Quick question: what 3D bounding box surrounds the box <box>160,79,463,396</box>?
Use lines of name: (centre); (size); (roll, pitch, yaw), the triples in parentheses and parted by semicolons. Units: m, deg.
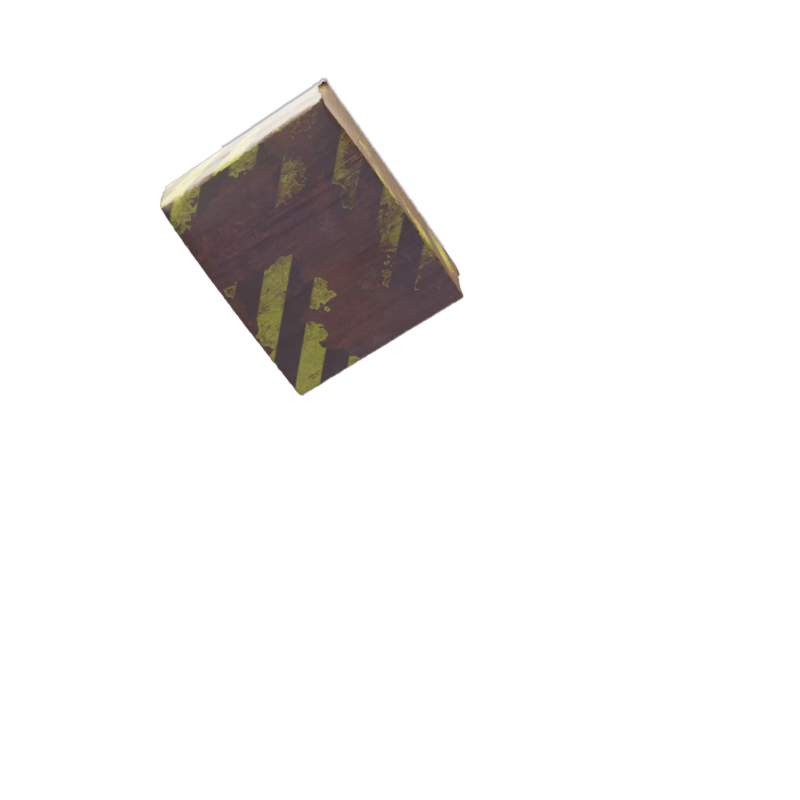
box: (-0.039, -0.070, 0.493); (0.090, 0.108, 0.041); (-32, 20, 12)
